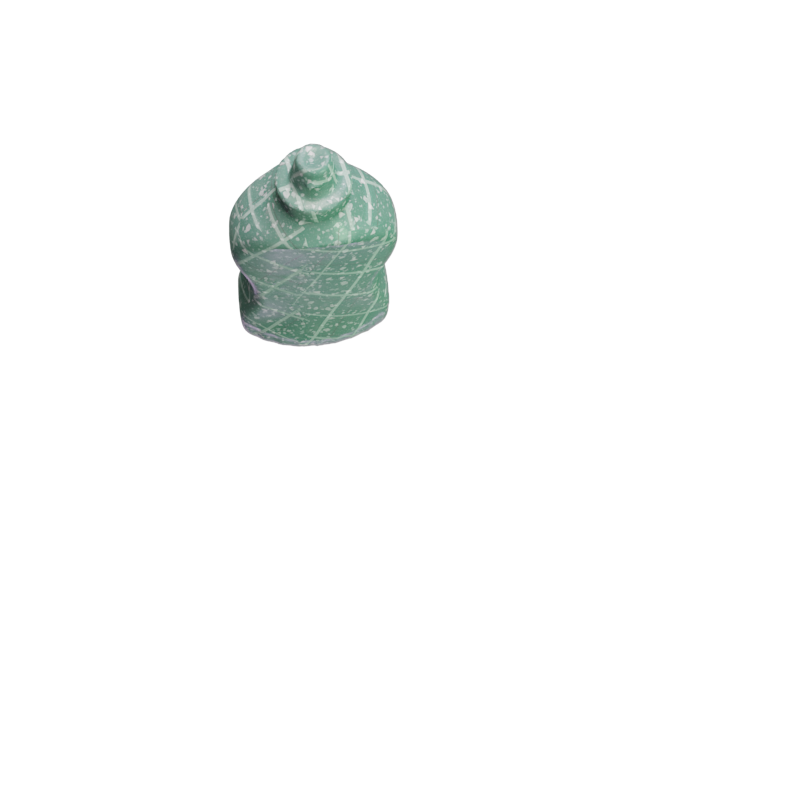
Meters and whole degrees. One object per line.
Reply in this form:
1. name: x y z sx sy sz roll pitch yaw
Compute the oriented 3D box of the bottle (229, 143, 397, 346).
1. bottle: -0.051 -0.092 0.647 0.096 0.062 0.182 -3 -21 -5
